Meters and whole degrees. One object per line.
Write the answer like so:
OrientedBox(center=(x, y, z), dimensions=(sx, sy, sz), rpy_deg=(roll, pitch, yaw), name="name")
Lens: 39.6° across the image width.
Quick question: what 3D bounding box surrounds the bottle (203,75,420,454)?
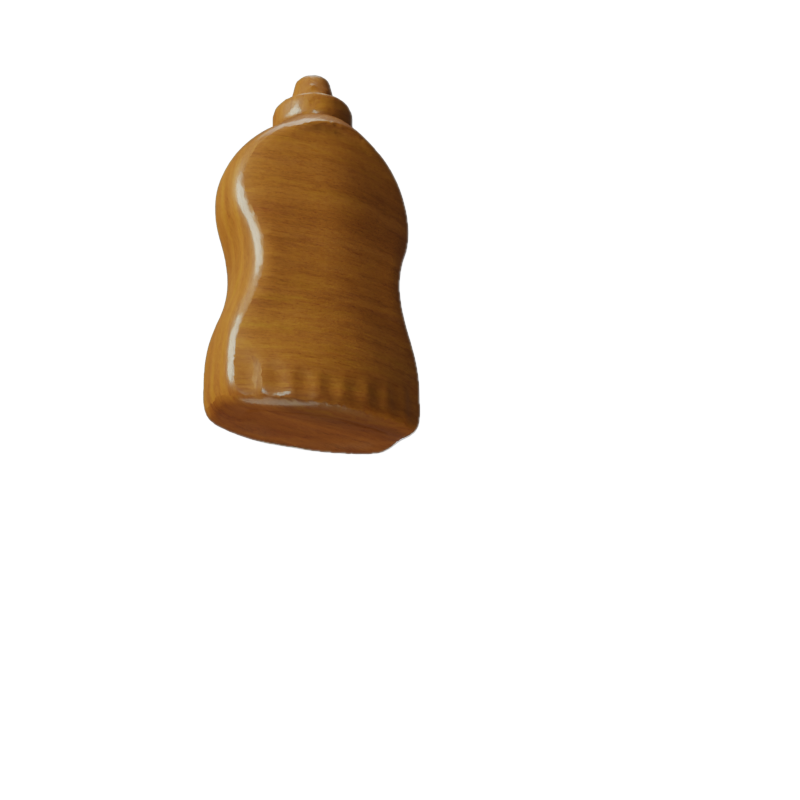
OrientedBox(center=(-0.042, -0.076, 0.530), dimensions=(0.092, 0.204, 0.057), rpy_deg=(11, -31, -23), name="bottle")
